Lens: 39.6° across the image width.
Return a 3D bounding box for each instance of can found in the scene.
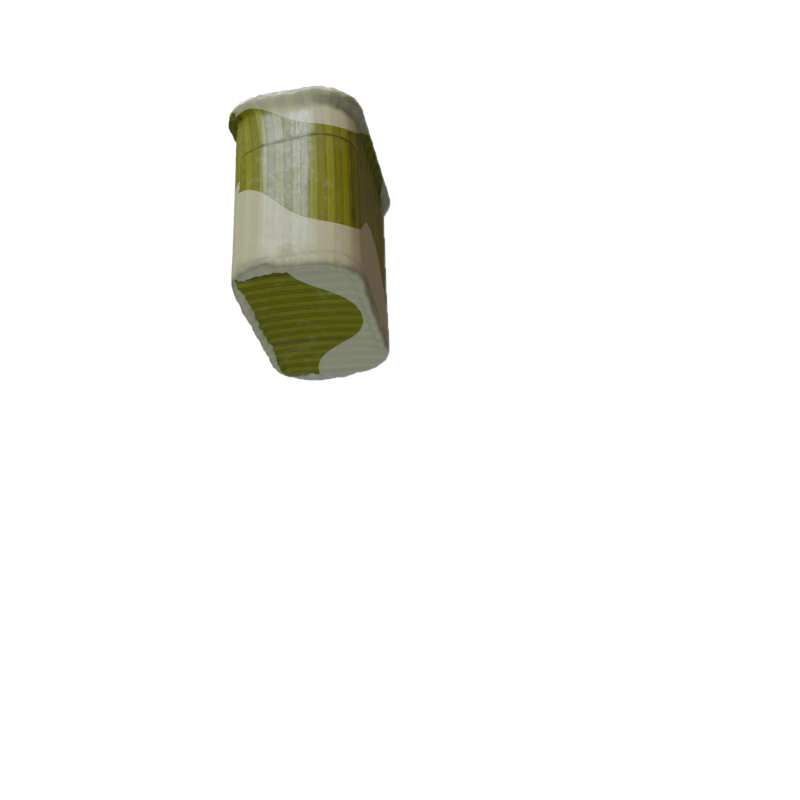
[{"bbox_3d":[-0.037,-0.067,0.469,0.058,0.089,0.095,-7,-29,9],"label":"can"}]
